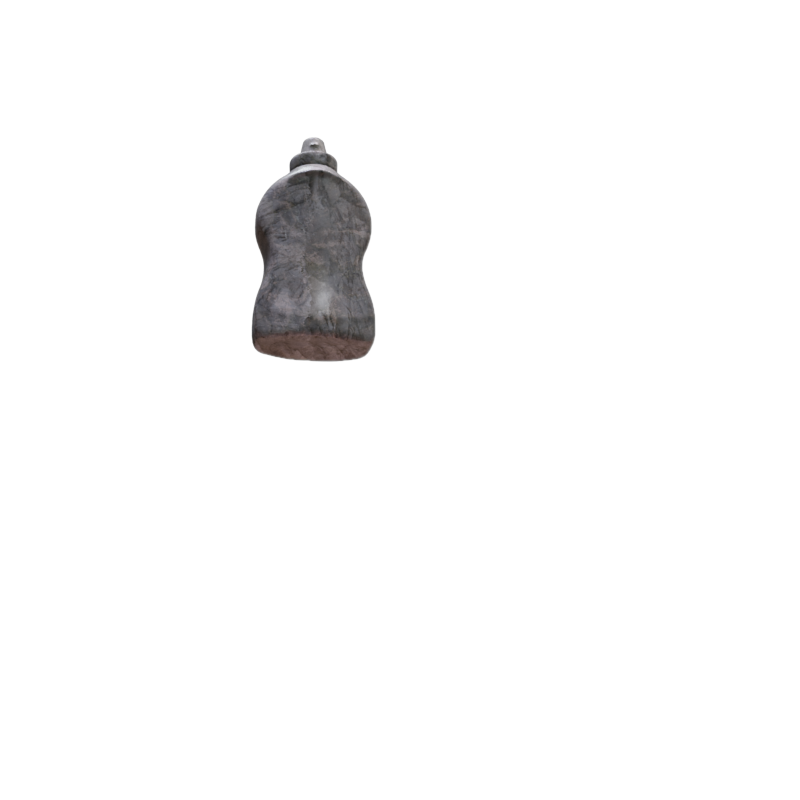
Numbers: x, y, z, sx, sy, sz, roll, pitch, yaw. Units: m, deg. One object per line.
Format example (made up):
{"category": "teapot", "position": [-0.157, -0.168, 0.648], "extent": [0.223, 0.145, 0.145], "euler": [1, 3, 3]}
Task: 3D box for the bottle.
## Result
{"category": "bottle", "position": [-0.071, -0.130, 0.909], "extent": [0.095, 0.203, 0.056], "euler": [2, -26, -8]}
